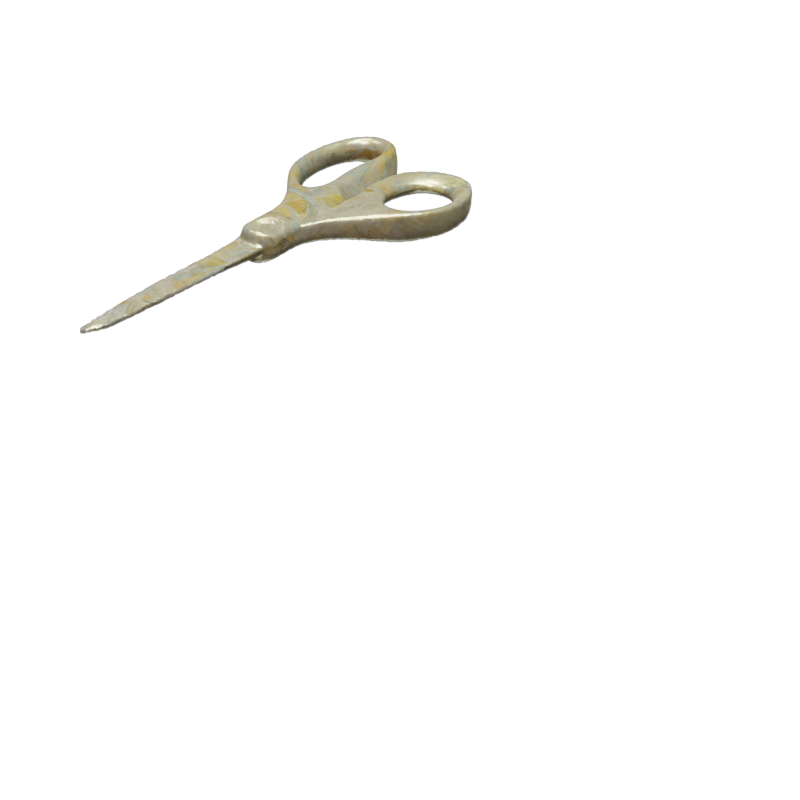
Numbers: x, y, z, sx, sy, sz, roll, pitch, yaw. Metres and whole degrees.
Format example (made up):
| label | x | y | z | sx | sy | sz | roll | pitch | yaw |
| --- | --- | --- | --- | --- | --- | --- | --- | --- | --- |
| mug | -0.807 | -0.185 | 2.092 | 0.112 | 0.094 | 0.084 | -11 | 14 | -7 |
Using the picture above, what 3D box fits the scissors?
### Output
| label | x | y | z | sx | sy | sz | roll | pitch | yaw |
| --- | --- | --- | --- | --- | --- | --- | --- | --- | --- |
| scissors | -0.037 | -0.067 | 0.472 | 0.100 | 0.015 | 0.207 | 14 | 37 | 19 |
